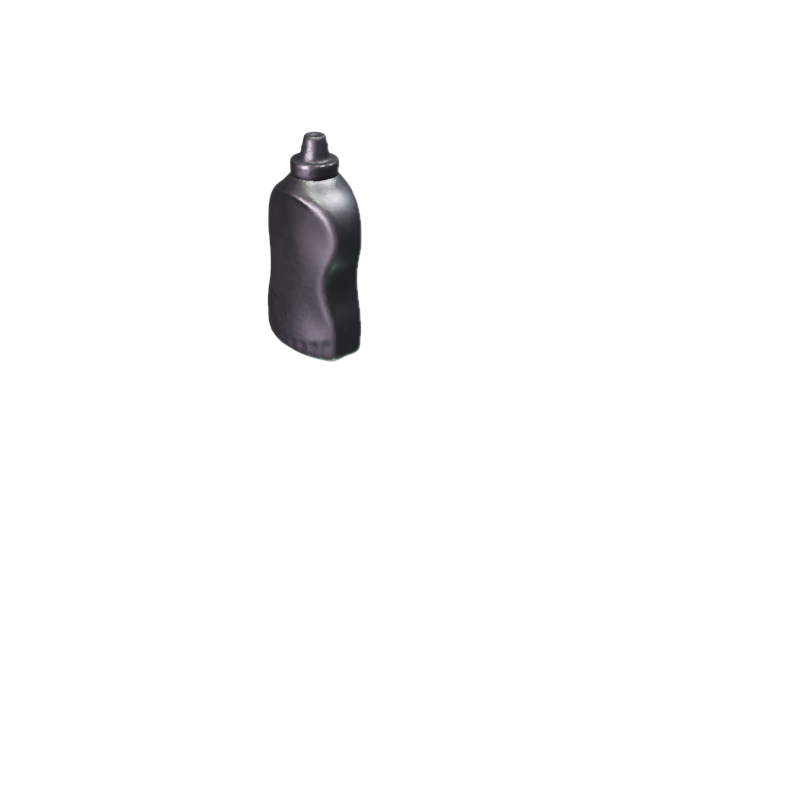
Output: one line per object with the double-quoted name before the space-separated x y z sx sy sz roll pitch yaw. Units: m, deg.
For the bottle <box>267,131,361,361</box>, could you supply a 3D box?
"bottle" -0.074 -0.135 0.948 0.057 0.182 0.103 -18 32 -36
